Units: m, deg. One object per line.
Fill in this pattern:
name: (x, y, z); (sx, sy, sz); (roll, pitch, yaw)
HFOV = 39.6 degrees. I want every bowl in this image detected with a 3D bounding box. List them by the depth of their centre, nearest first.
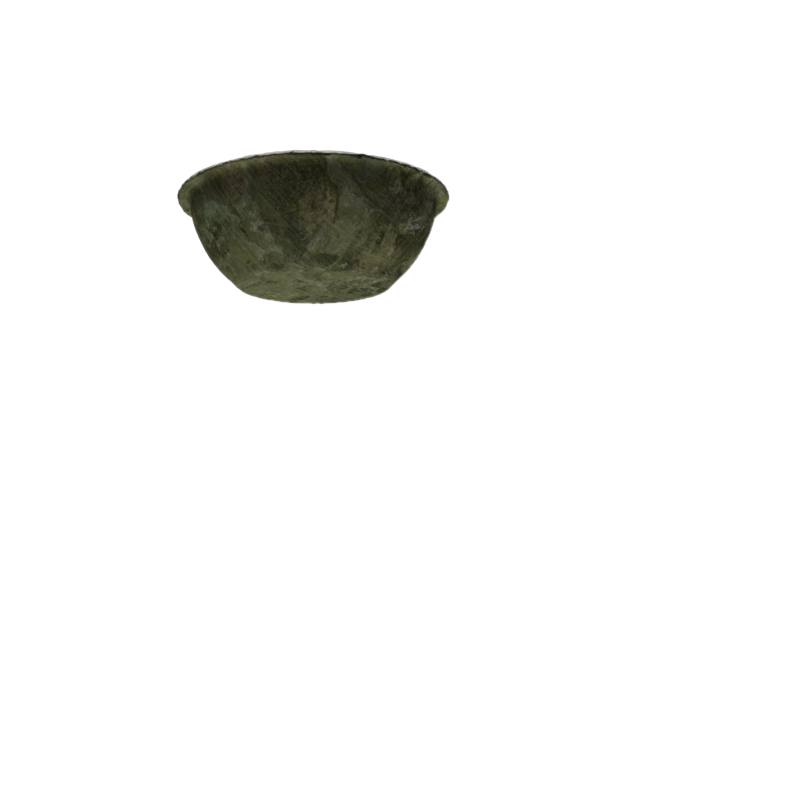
bowl: (-0.051, -0.094, 0.656); (0.162, 0.057, 0.157); (0, -10, -2)
